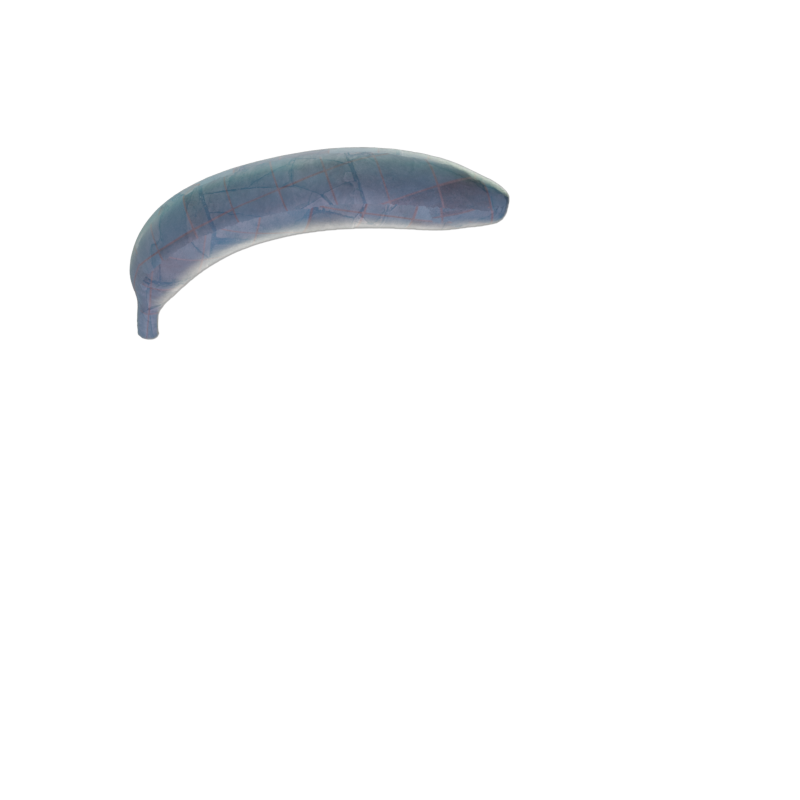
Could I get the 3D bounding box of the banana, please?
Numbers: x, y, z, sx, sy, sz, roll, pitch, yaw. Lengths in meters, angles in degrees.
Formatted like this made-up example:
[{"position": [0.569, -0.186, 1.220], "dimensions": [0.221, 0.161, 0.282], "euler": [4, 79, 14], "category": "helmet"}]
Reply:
[{"position": [-0.052, -0.085, 0.520], "dimensions": [0.200, 0.039, 0.064], "euler": [-15, -41, 18], "category": "banana"}]
